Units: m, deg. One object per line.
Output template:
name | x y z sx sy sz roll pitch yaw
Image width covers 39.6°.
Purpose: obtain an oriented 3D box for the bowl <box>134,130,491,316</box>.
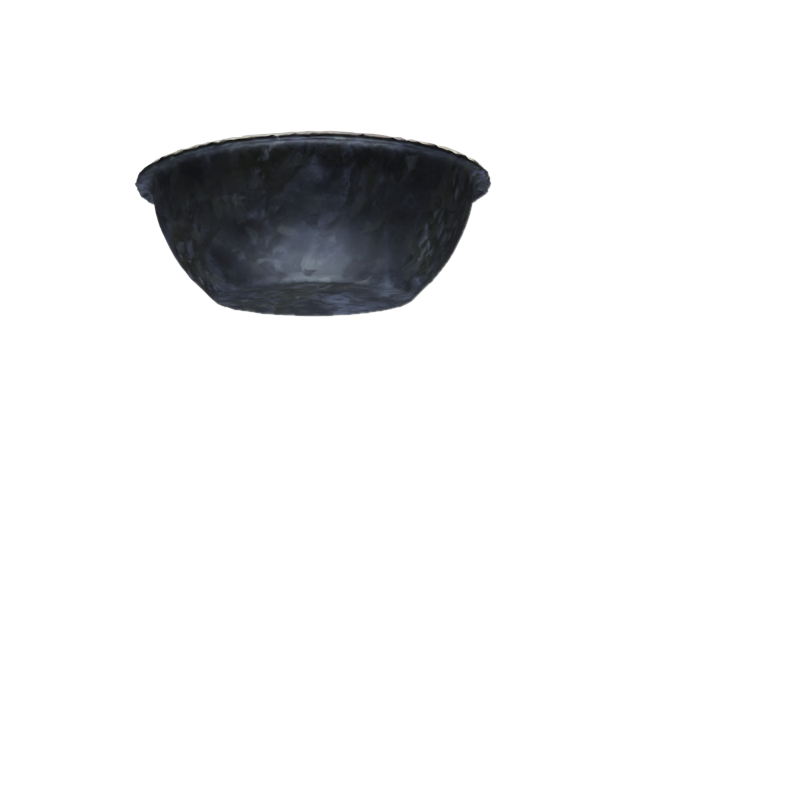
bowl | -0.040 -0.072 0.505 0.162 0.056 0.159 0 -6 -2
